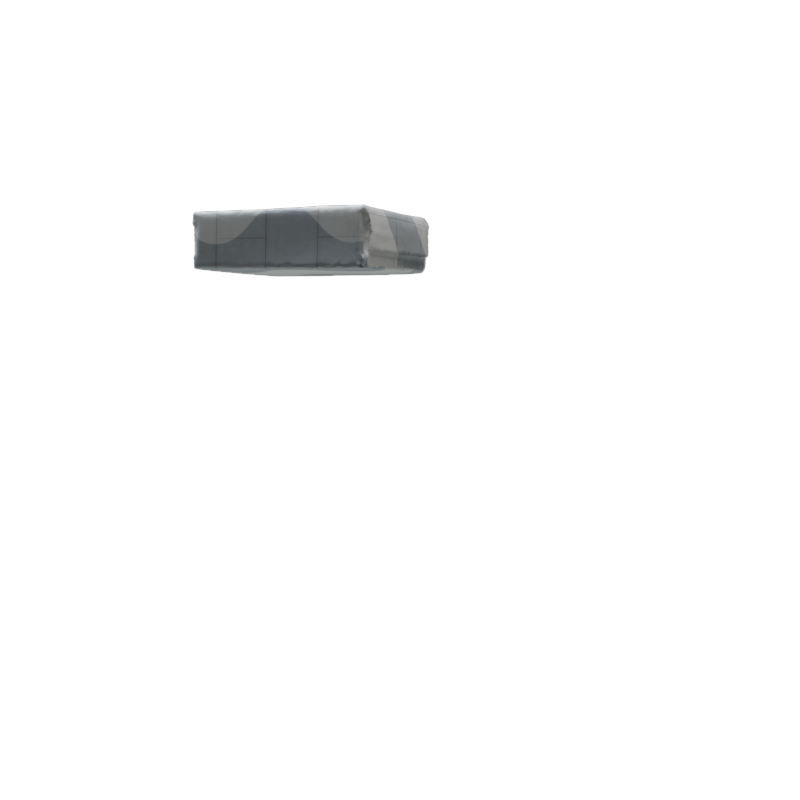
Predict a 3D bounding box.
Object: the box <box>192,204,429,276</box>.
[{"bbox_3d":[-0.040,-0.074,0.519,0.092,0.030,0.071,2,3,25],"label":"box"}]
